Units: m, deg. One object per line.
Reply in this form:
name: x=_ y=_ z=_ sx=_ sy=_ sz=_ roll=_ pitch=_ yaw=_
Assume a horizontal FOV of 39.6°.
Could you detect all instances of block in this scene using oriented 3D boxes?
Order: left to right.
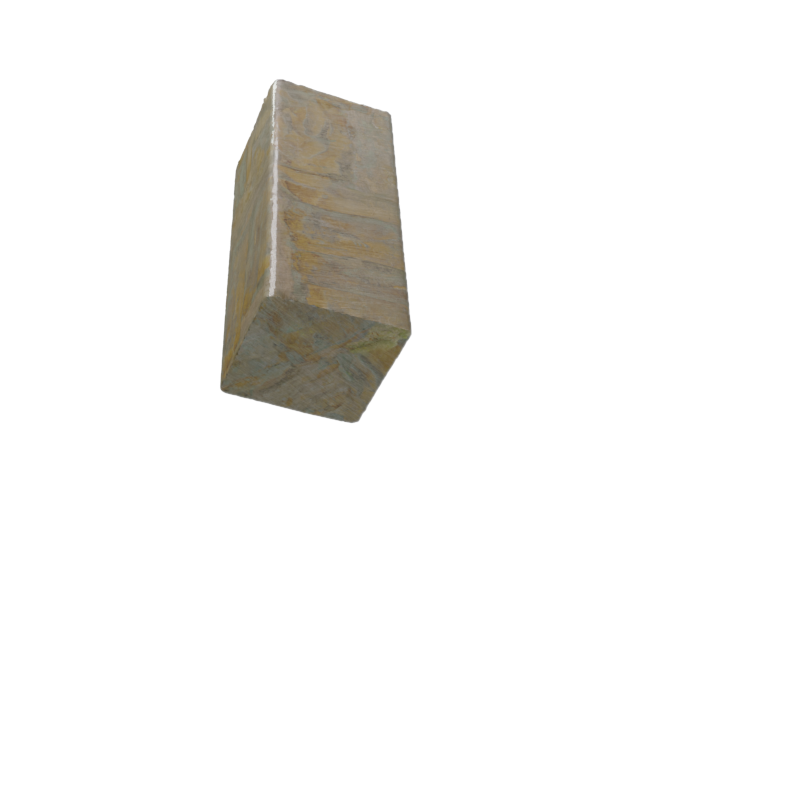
block: x=-0.056 y=-0.101 z=0.711 sx=0.088 sy=0.221 sz=0.087 roll=14 pitch=-46 yaw=-18
